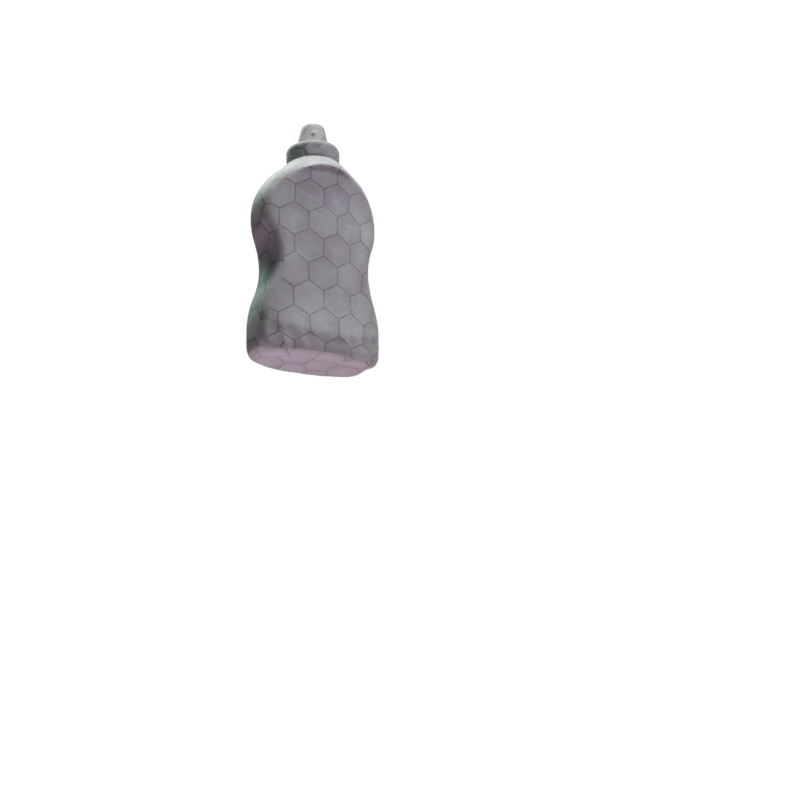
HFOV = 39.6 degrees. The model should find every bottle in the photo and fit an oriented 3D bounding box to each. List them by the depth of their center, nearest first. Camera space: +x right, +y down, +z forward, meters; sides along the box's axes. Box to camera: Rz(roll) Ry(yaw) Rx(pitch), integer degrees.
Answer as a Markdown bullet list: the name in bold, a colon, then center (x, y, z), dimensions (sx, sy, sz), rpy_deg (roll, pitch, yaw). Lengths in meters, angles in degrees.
- **bottle**: center (-0.065, -0.118, 0.825), dimensions (0.092, 0.201, 0.058), rpy_deg (9, -23, -26)
